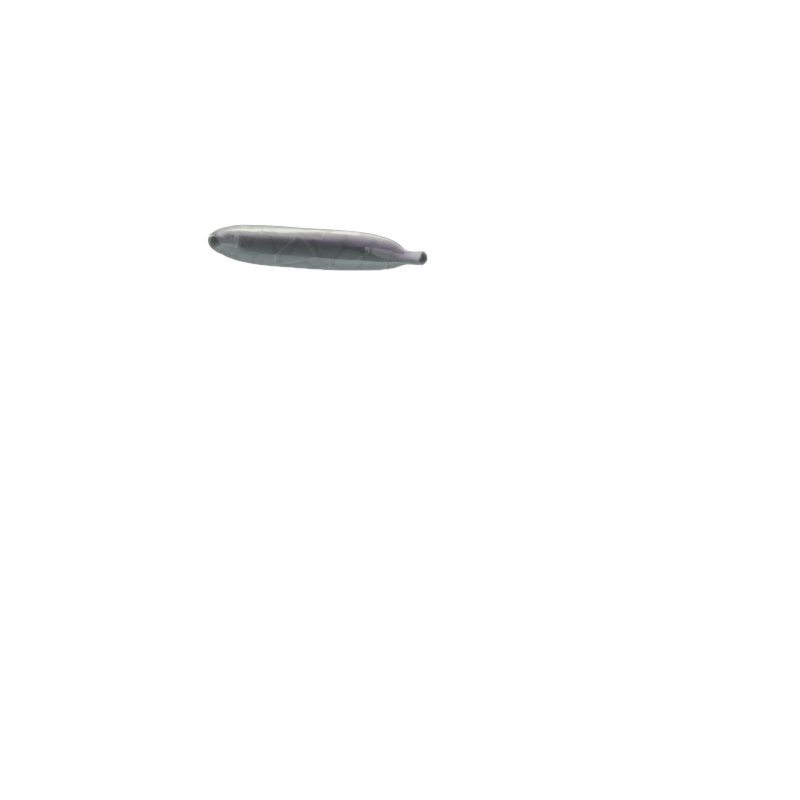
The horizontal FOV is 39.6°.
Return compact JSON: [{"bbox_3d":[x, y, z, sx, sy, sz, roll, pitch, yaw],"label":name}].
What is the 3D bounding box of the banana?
[{"bbox_3d":[-0.079,-0.139,0.998,0.194,0.037,0.070,1,-5,-15],"label":"banana"}]
